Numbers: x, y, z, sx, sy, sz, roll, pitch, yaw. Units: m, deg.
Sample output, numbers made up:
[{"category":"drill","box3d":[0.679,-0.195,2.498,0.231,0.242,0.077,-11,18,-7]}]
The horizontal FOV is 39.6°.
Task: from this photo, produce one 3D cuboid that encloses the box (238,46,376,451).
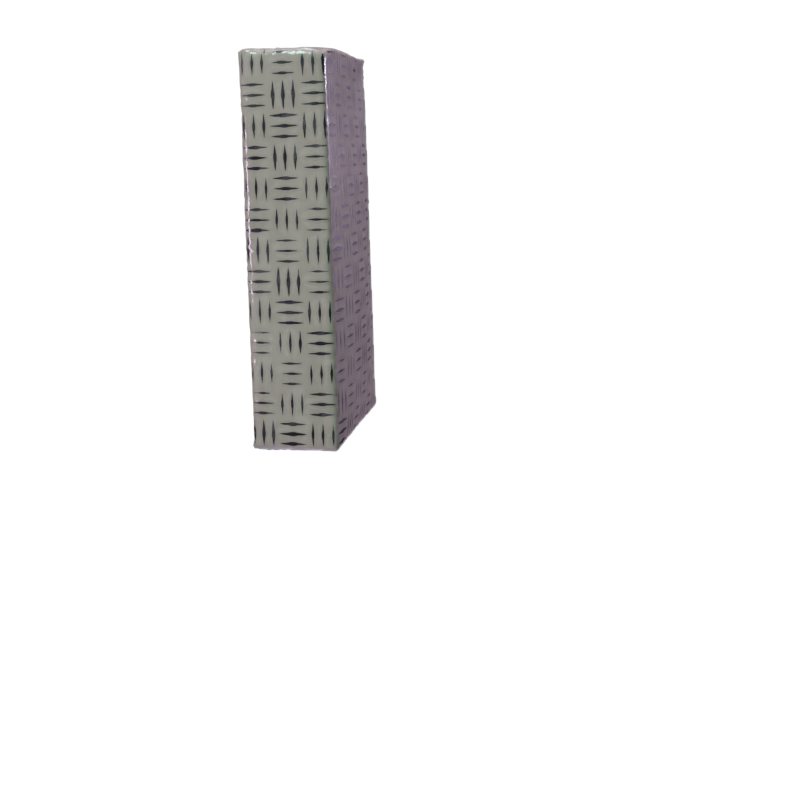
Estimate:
[{"category":"box","box3d":[-0.040,-0.074,0.520,0.049,0.173,0.094,2,8,10]}]
